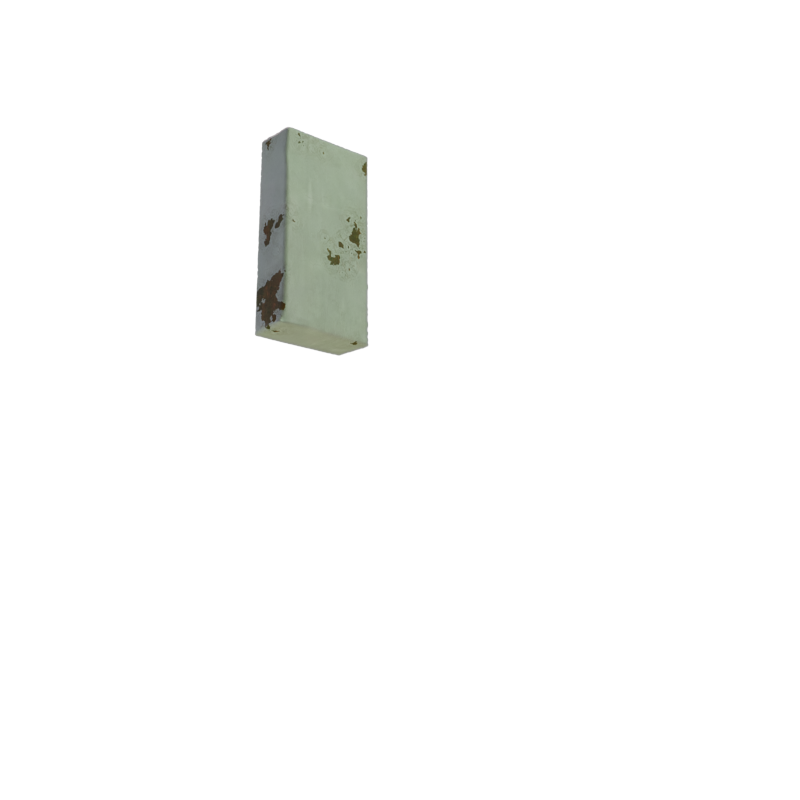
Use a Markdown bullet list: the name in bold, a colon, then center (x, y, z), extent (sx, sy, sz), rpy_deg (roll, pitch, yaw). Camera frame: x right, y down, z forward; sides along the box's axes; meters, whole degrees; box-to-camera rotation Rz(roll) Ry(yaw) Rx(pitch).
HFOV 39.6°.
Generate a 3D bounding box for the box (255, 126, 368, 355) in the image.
- **box**: center (-0.074, -0.134, 0.940), extent (0.088, 0.185, 0.048), rpy_deg (16, -28, -37)
